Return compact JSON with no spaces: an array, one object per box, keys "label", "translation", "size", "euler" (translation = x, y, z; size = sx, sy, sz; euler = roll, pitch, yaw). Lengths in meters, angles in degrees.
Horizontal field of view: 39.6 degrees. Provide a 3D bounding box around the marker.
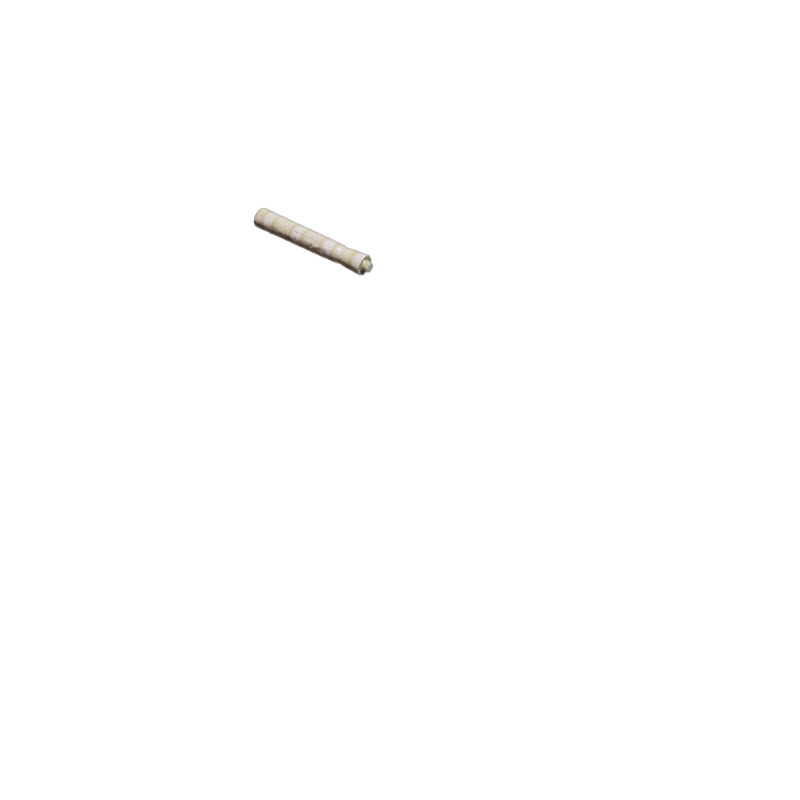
[{"label":"marker","translation":[-0.074,-0.135,0.948],"size":[0.128,0.019,0.019],"euler":[28,17,29]}]
